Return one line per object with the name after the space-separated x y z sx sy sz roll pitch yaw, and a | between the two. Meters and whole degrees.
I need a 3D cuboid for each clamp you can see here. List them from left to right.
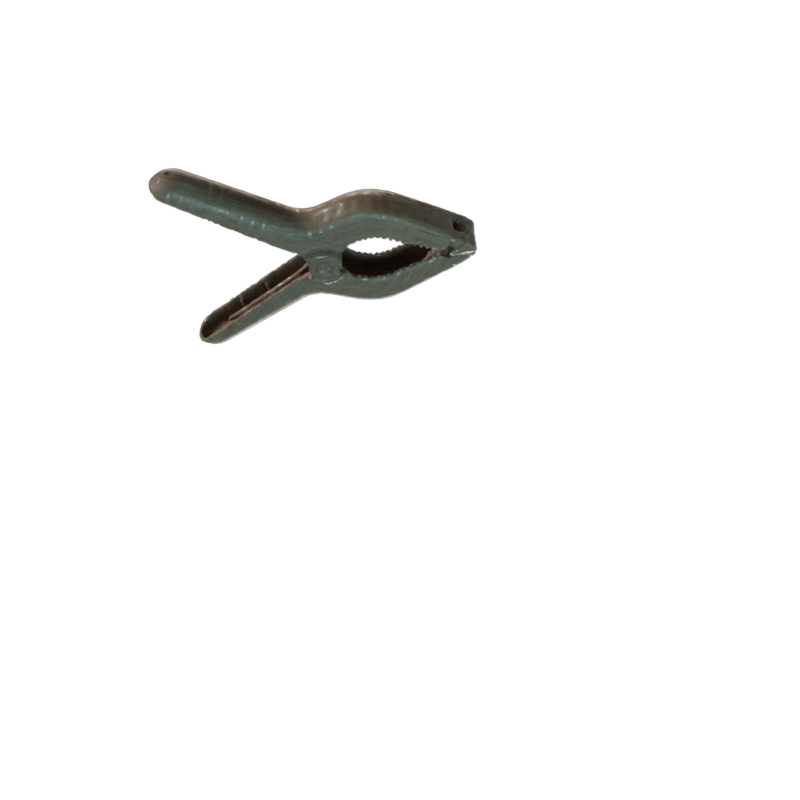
-0.058 -0.105 0.736 0.212 0.039 0.152 -8 -38 10 | clamp
